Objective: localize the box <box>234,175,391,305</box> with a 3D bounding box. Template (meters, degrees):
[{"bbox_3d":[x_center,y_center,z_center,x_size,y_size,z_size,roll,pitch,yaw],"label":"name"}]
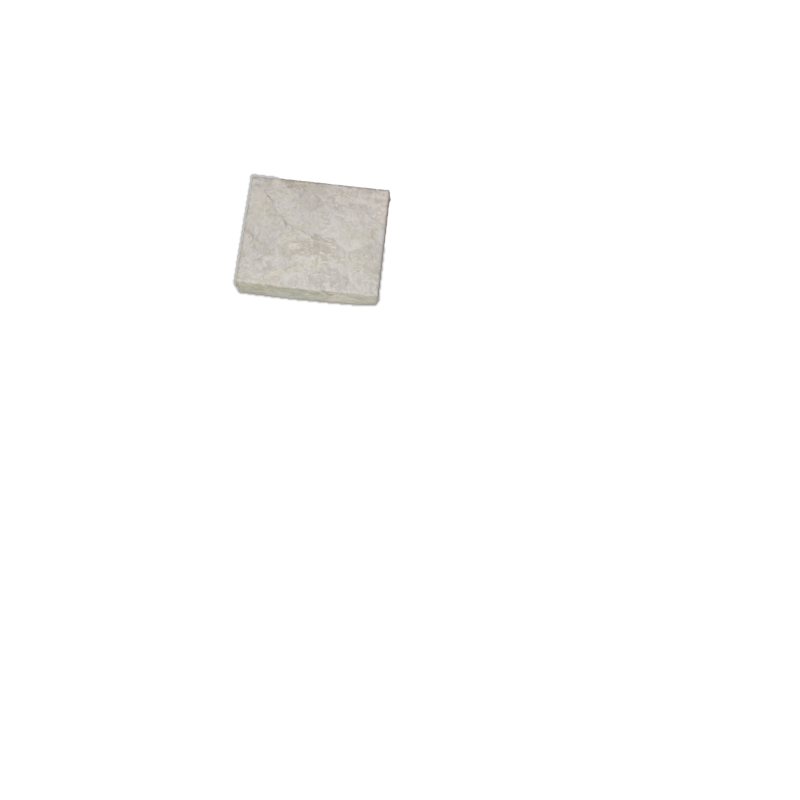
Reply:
[{"bbox_3d":[-0.068,-0.124,0.871,0.114,0.094,0.037,6,-18,2],"label":"box"}]
